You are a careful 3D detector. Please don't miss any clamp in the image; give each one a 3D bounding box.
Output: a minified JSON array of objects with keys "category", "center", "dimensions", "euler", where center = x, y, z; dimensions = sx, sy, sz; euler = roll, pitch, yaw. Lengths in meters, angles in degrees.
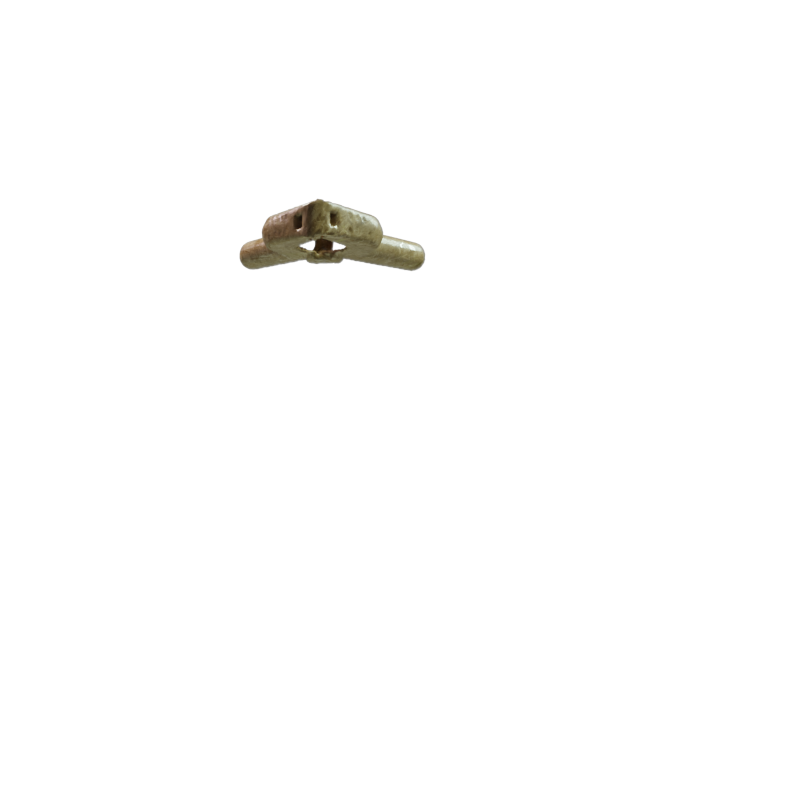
[{"category":"clamp","center":[-0.071,-0.130,0.908],"dimensions":[0.167,0.037,0.205],"euler":[0,-1,9]}]
